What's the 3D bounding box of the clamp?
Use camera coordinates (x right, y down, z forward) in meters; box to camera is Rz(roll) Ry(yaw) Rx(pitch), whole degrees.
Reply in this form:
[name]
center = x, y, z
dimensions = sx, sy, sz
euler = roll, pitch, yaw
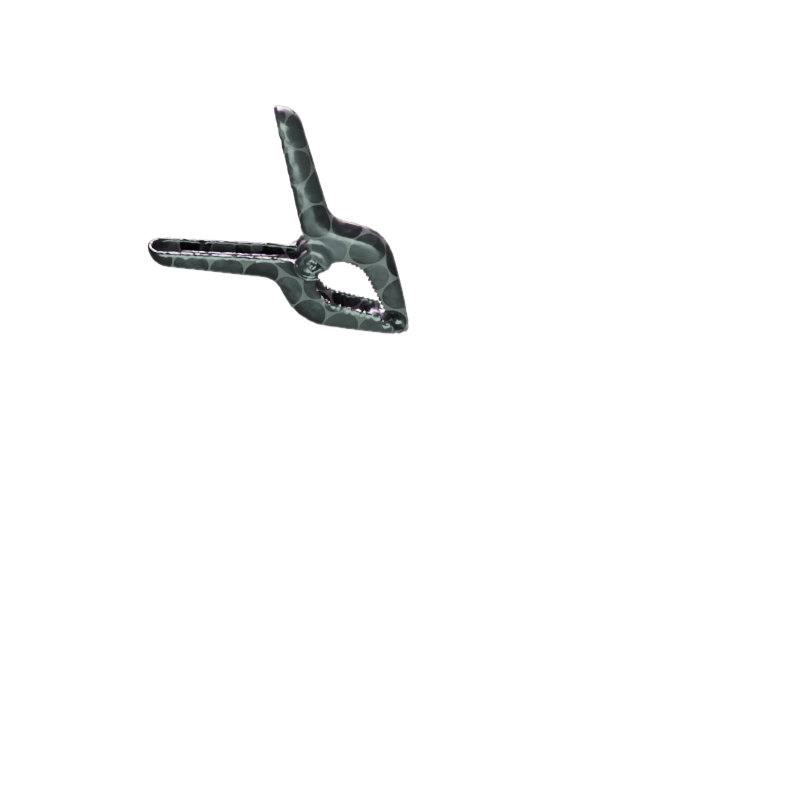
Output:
[clamp]
center = -0.067, -0.123, 0.862
dimensions = 0.202, 0.161, 0.039
euler = 30, 29, -19
